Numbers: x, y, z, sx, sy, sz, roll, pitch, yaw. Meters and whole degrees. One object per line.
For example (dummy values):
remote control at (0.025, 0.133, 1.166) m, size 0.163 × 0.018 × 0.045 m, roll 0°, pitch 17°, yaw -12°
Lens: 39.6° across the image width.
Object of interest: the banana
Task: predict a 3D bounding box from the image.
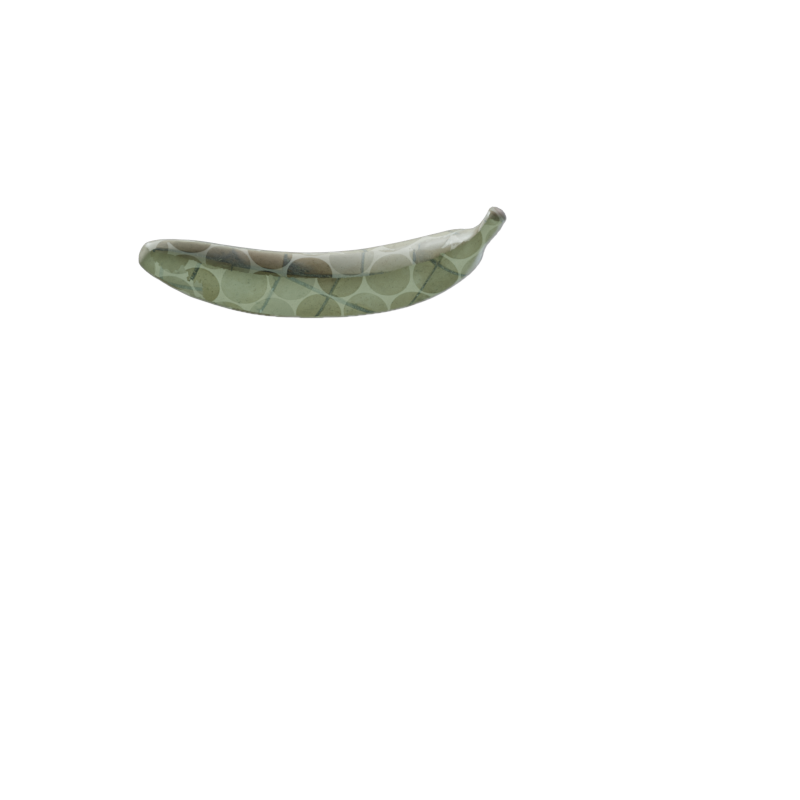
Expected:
banana at (-0.041, -0.074, 0.611) m, size 0.199 × 0.064 × 0.039 m, roll -6°, pitch 43°, yaw 6°
